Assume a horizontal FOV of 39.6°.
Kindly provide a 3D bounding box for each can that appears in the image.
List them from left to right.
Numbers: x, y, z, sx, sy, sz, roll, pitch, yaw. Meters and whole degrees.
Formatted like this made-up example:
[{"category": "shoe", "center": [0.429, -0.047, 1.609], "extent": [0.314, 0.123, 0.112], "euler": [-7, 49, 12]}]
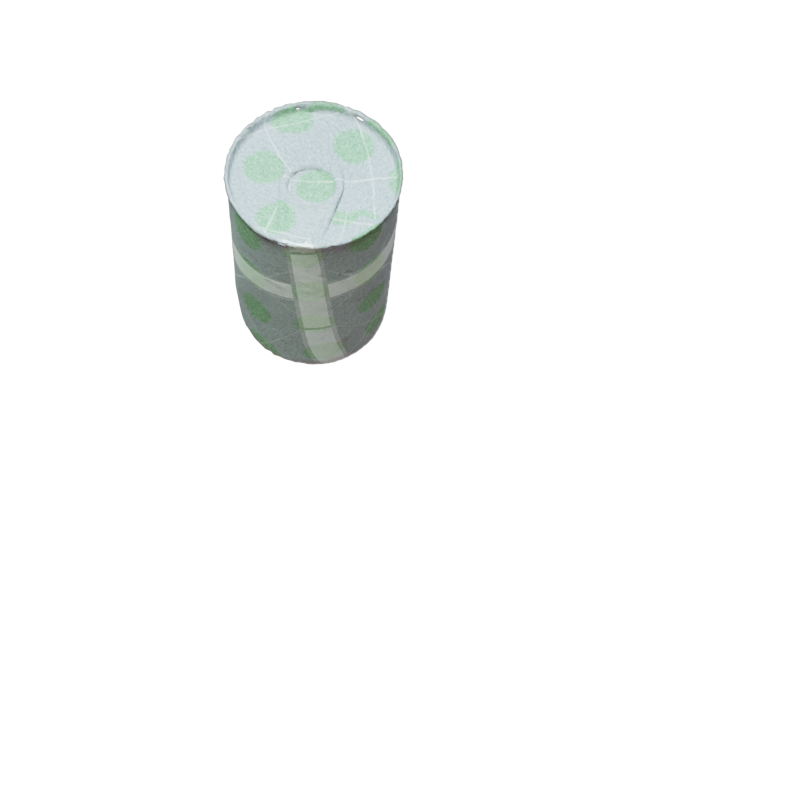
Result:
[{"category": "can", "center": [-0.036, -0.066, 0.461], "extent": [0.068, 0.073, 0.096], "euler": [0, -28, -3]}]
